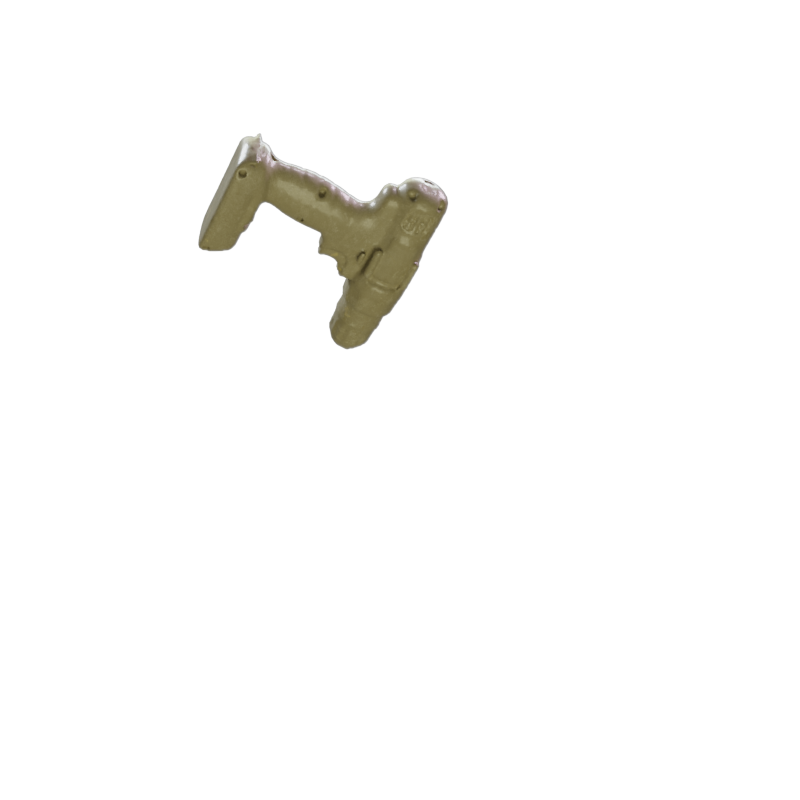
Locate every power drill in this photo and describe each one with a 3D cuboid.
[{"bbox_3d":[-0.075,-0.137,0.962,0.183,0.177,0.061,20,33,-14],"label":"power drill"}]
